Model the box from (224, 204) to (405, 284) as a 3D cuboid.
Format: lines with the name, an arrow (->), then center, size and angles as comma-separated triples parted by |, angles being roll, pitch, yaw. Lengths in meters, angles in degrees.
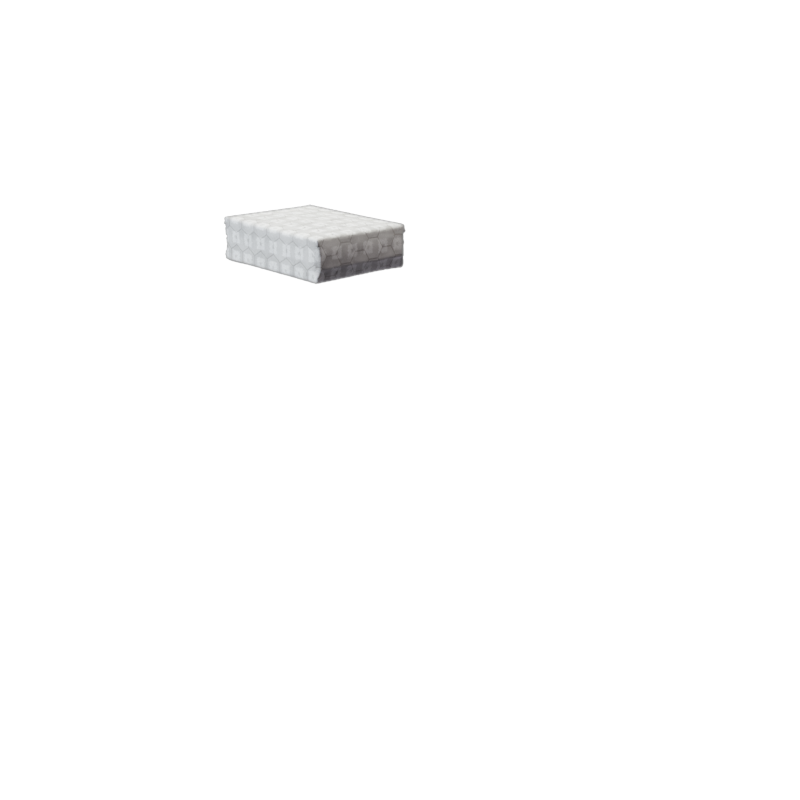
box -> -0.066, -0.121, 0.849 | 0.088, 0.038, 0.120 | -14, 22, -41
